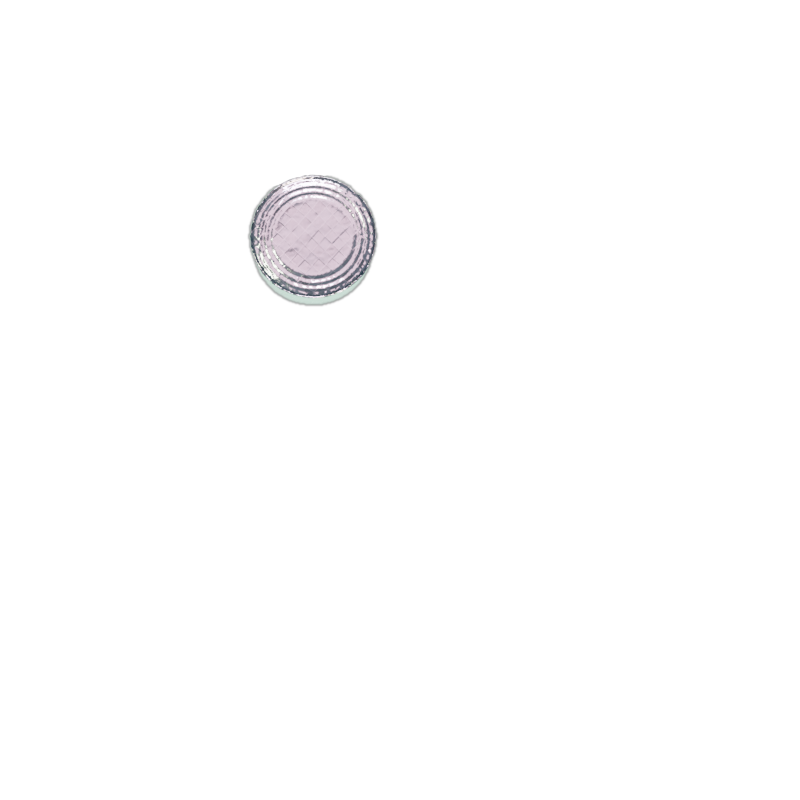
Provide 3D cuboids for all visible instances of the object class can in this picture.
[{"bbox_3d":[-0.060,-0.109,0.761,0.086,0.089,0.032,0,-14,-1],"label":"can"}]
